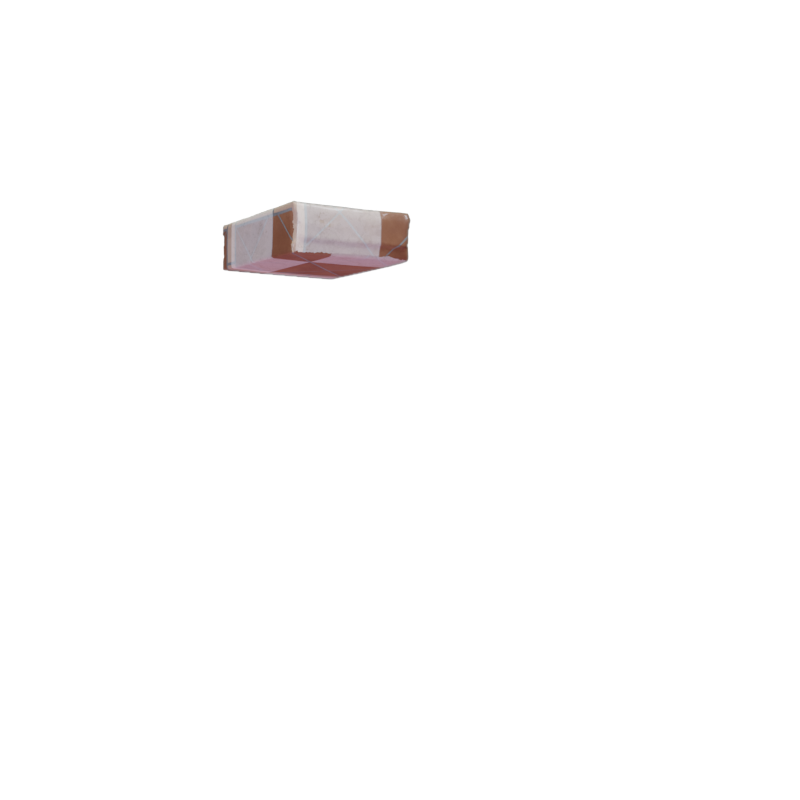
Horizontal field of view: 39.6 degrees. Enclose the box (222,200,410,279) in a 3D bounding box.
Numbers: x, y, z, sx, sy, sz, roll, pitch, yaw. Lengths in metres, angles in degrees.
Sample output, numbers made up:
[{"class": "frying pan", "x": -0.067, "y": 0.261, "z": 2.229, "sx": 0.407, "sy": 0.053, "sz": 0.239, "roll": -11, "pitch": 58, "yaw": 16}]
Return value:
[{"class": "box", "x": -0.048, "y": -0.088, "z": 0.618, "sx": 0.070, "sy": 0.031, "sz": 0.091, "roll": 2, "pitch": -3, "yaw": -31}]
